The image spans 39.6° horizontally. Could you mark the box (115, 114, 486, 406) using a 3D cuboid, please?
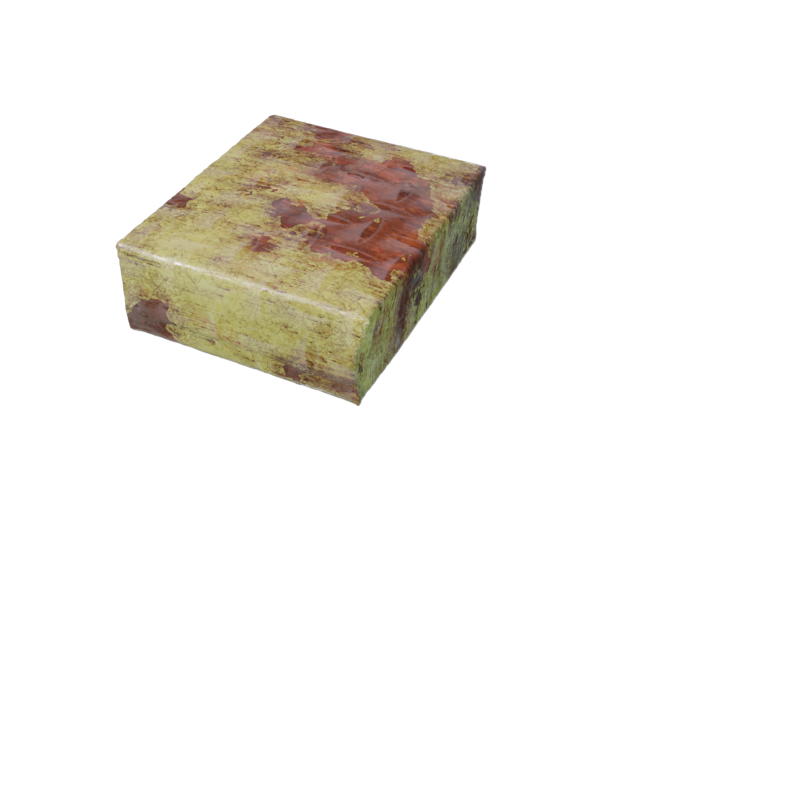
[{"bbox_3d":[-0.031,-0.056,0.389,0.093,0.036,0.117,15,41,18],"label":"box"}]
